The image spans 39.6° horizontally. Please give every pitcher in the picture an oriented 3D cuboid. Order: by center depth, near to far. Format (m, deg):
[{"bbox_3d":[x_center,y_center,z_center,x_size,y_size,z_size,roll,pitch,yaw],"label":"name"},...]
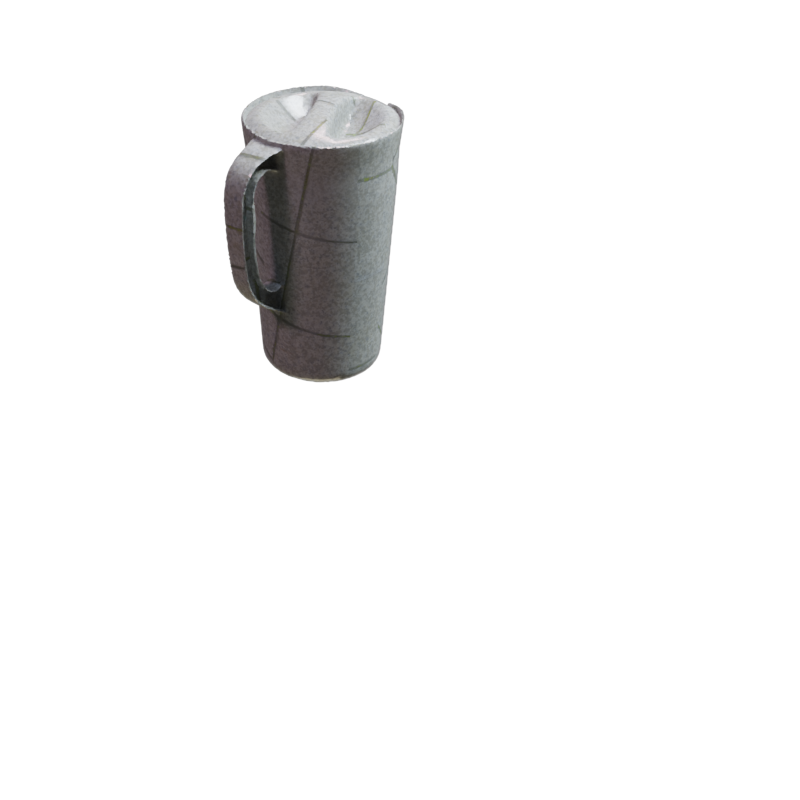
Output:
[{"bbox_3d":[-0.075,-0.136,0.953,0.148,0.229,0.155,-2,32,-6],"label":"pitcher"}]
